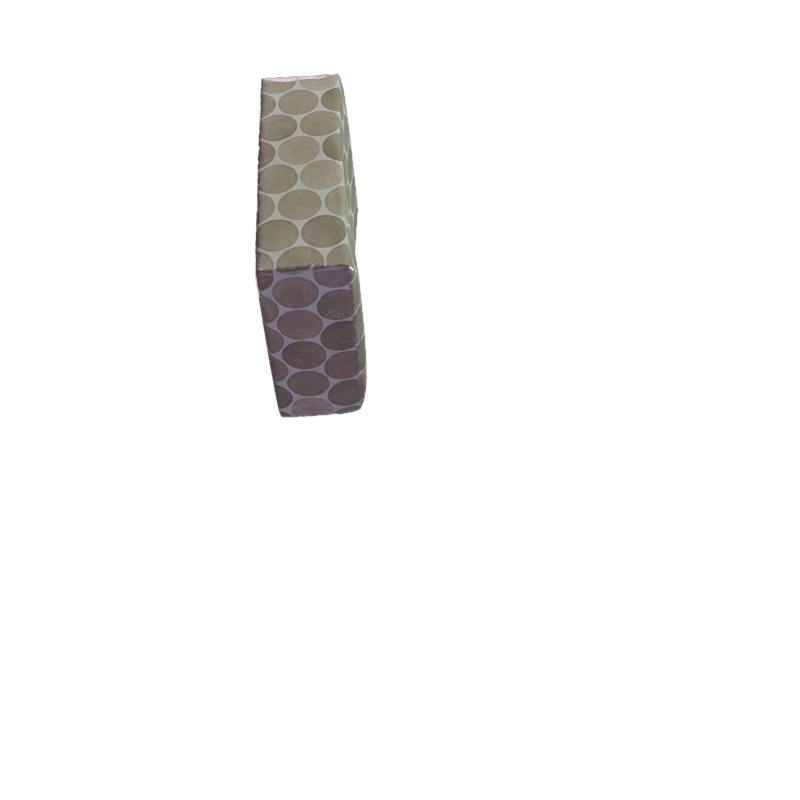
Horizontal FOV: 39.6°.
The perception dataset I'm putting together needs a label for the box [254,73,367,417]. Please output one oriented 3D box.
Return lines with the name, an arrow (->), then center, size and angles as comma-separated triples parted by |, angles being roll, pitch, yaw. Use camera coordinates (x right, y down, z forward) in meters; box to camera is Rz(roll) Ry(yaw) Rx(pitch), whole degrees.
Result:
box -> -0.066, -0.121, 0.848 | 0.072, 0.230, 0.152 | -4, -41, 0
